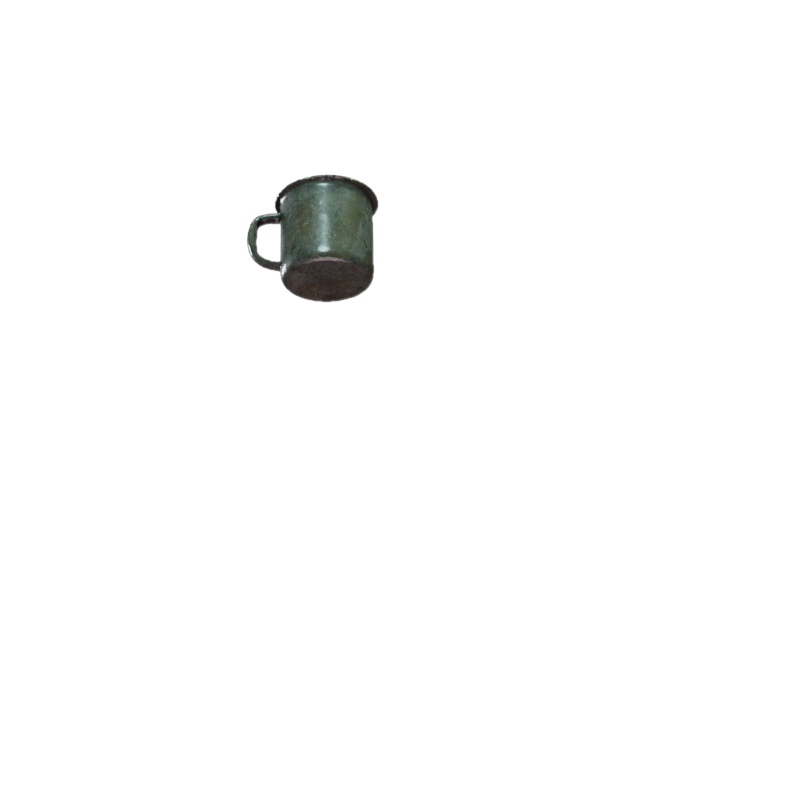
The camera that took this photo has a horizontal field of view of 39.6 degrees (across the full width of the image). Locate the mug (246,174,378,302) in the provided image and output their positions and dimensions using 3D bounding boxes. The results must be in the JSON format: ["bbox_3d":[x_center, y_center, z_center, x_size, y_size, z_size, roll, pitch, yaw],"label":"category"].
[{"bbox_3d":[-0.077,-0.140,0.977,0.117,0.087,0.088,1,-28,-4],"label":"mug"}]
